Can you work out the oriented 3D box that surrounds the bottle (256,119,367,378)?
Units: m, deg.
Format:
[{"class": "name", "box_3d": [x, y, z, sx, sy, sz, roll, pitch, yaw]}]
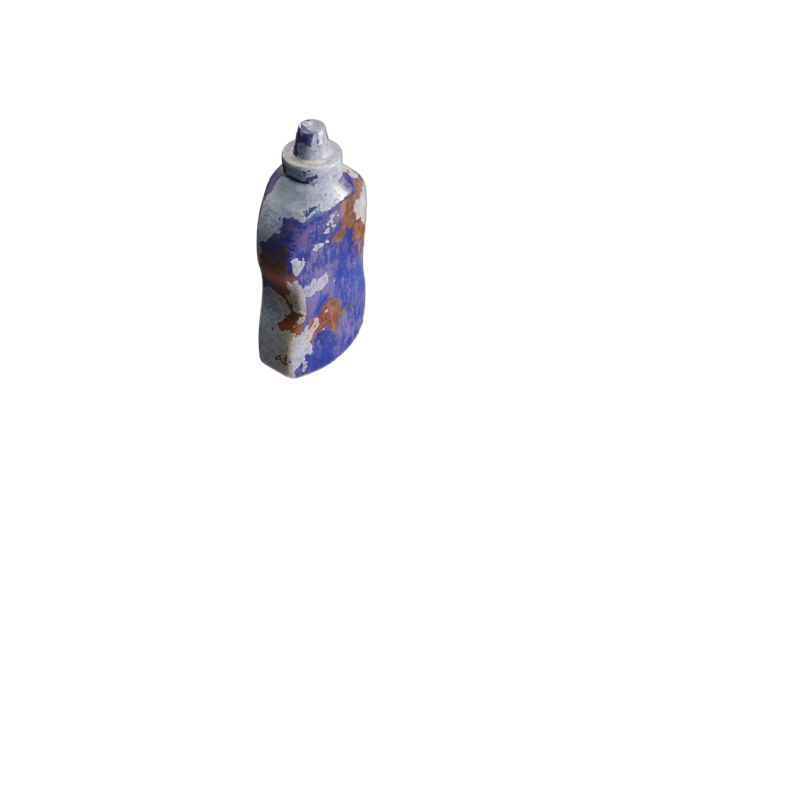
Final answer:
[{"class": "bottle", "box_3d": [-0.062, -0.112, 0.781, 0.062, 0.179, 0.097, 28, 47, 25]}]
